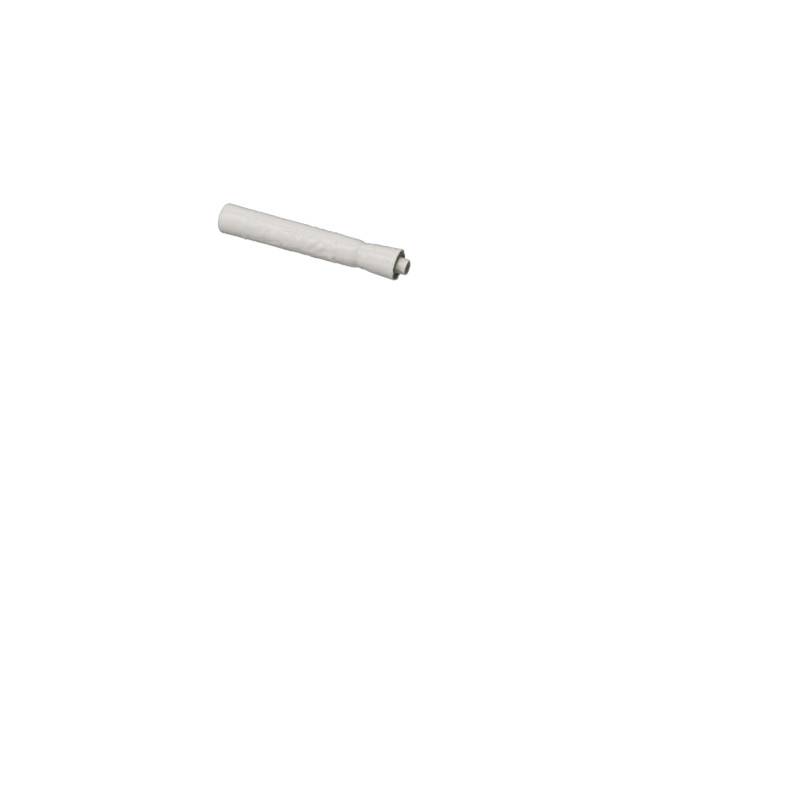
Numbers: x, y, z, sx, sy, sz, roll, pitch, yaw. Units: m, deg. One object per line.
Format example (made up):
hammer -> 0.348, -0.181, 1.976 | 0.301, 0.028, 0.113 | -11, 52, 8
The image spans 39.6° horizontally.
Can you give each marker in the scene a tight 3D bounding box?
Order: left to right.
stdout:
marker -> -0.051, -0.094, 0.658 | 0.126, 0.019, 0.019 | 18, 10, 20
